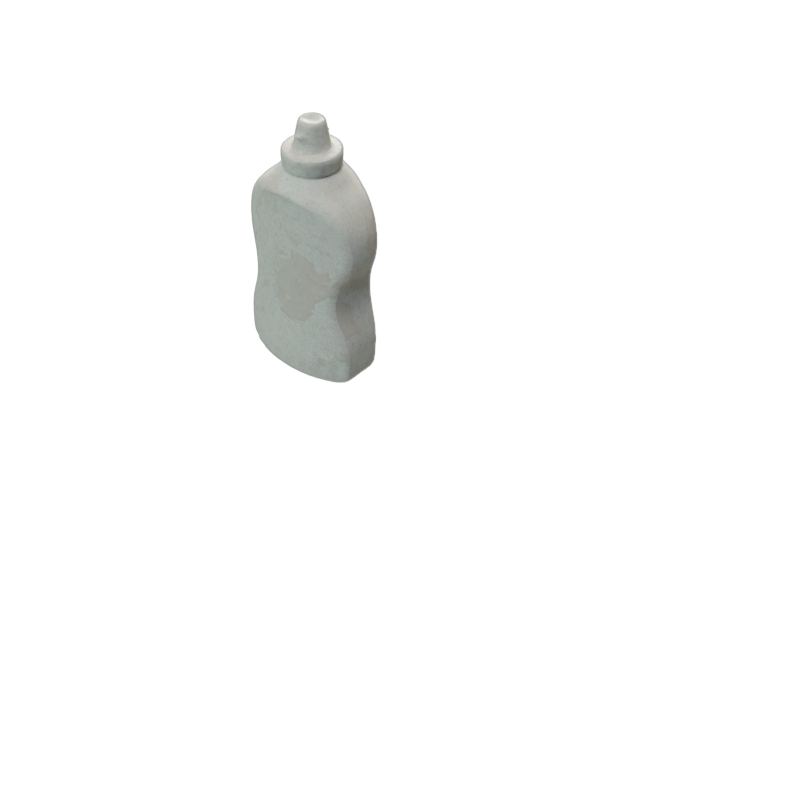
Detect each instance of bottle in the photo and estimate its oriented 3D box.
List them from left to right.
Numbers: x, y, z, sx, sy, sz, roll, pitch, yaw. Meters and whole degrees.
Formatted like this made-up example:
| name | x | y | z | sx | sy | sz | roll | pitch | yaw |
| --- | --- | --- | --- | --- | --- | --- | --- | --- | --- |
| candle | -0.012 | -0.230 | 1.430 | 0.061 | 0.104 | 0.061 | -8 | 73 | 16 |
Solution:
| name | x | y | z | sx | sy | sz | roll | pitch | yaw |
| --- | --- | --- | --- | --- | --- | --- | --- | --- | --- |
| bottle | -0.060 | -0.108 | 0.757 | 0.102 | 0.179 | 0.058 | 32 | 46 | 32 |
